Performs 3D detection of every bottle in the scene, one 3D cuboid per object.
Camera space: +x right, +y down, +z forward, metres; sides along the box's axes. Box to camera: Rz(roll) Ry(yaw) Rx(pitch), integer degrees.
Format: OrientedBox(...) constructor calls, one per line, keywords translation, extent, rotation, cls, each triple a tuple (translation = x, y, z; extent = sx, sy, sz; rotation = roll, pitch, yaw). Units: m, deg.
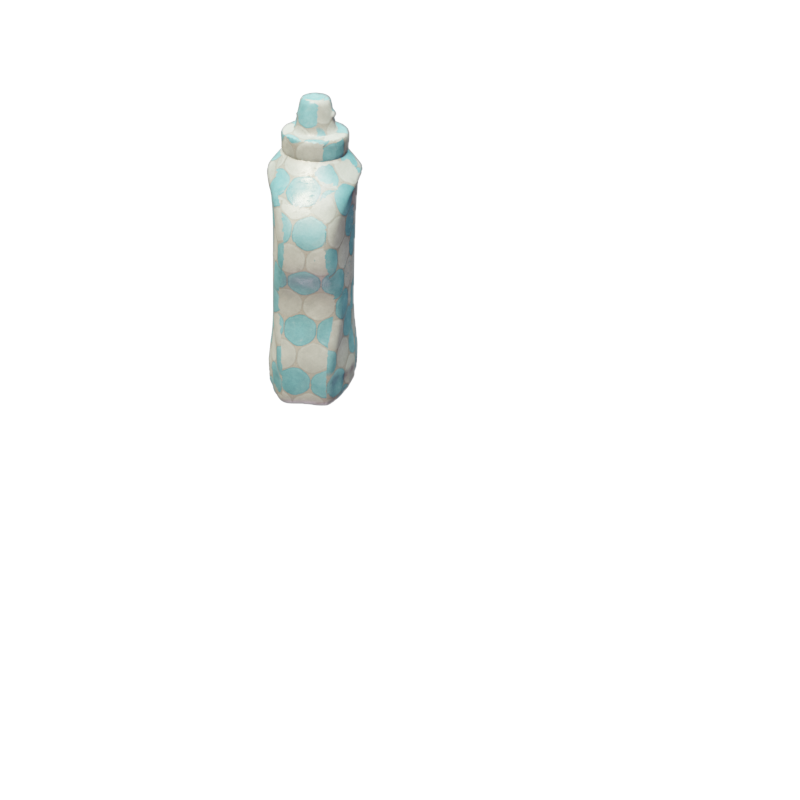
OrientedBox(translation=(-0.054, -0.100, 0.697), extent=(0.059, 0.181, 0.101), rotation=(4, 30, 4), cls="bottle")
